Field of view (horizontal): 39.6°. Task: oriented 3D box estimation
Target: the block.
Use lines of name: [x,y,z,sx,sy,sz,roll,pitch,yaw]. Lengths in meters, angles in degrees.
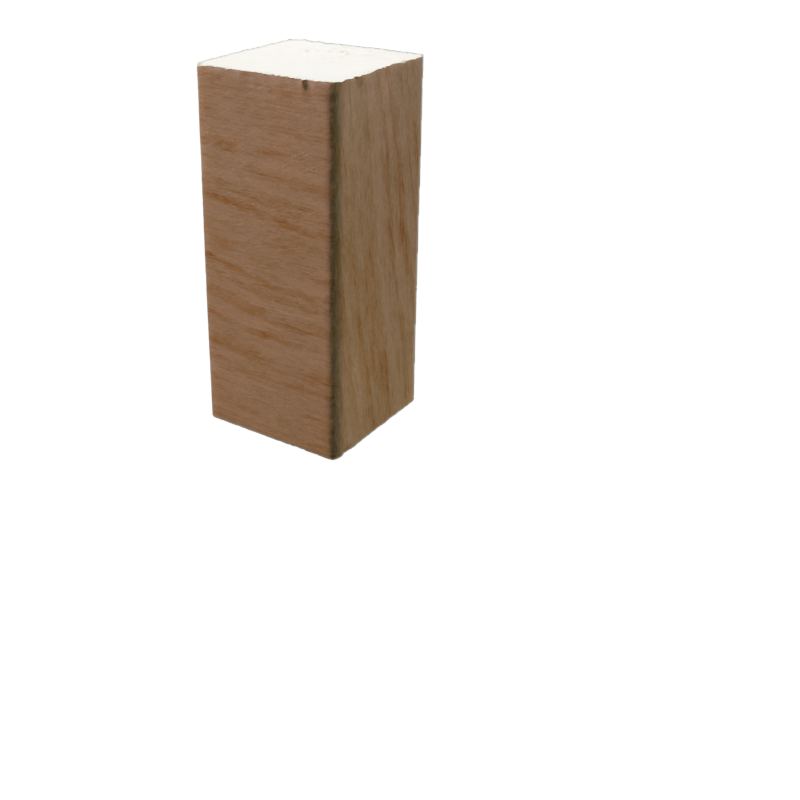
block: [-0.049,-0.088,0.615,0.095,0.196,0.090,15,26,30]
